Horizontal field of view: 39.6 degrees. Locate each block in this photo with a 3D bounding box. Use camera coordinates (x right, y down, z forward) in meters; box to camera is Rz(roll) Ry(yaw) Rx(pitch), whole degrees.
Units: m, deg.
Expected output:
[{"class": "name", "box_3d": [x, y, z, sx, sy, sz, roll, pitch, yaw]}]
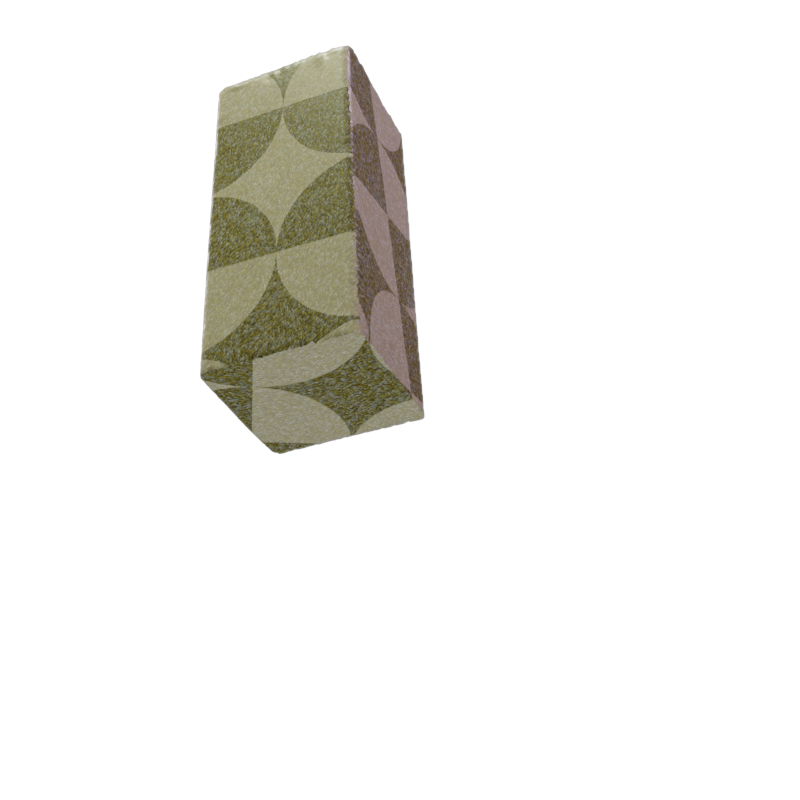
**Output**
[{"class": "block", "box_3d": [-0.049, -0.090, 0.625, 0.091, 0.221, 0.083, -16, -39, 17]}]
